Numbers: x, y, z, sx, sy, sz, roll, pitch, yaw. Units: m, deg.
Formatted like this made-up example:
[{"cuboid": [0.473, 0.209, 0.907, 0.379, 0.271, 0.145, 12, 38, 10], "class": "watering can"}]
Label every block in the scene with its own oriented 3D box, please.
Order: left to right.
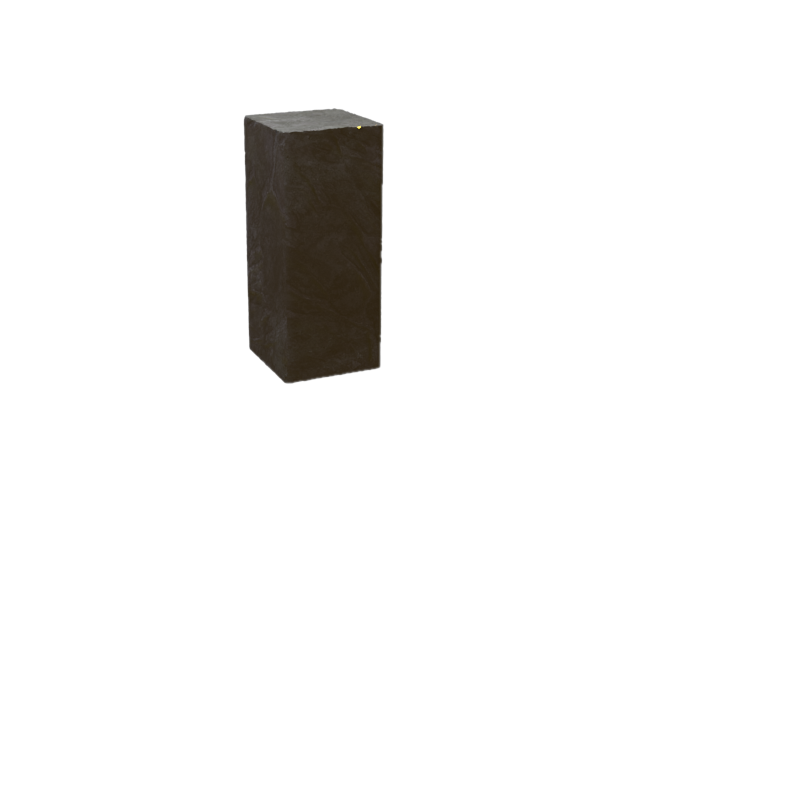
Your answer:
[{"cuboid": [-0.073, -0.131, 0.921, 0.088, 0.198, 0.096, -8, 20, -25], "class": "block"}]
